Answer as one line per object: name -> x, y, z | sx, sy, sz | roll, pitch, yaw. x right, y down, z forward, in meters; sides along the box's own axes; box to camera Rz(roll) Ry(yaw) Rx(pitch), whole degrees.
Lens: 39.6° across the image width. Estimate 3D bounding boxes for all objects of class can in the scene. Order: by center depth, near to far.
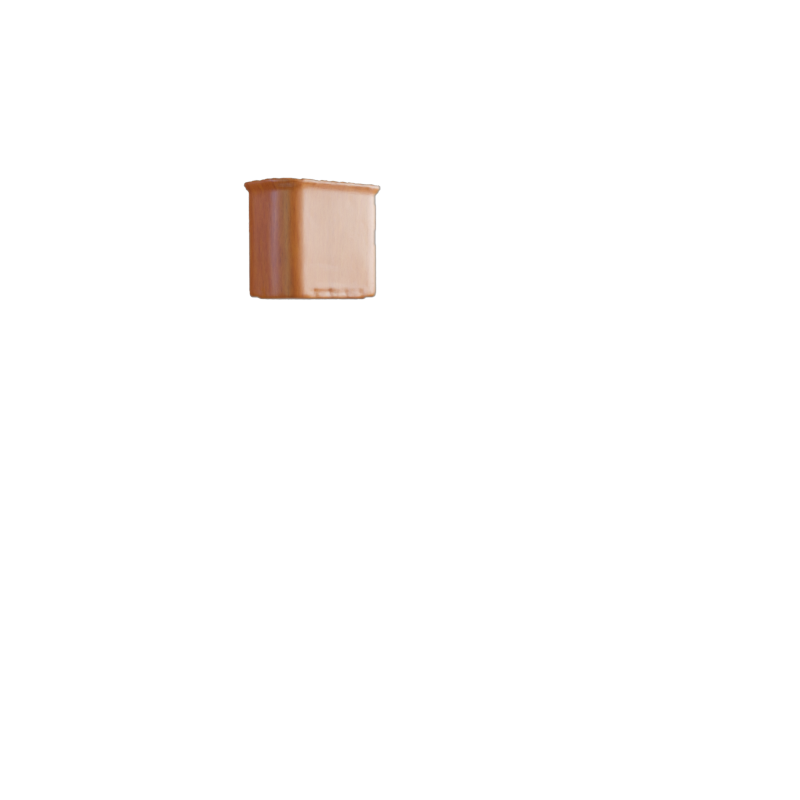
can -> -0.063, -0.114, 0.802 | 0.098, 0.084, 0.060 | -2, 1, -43
